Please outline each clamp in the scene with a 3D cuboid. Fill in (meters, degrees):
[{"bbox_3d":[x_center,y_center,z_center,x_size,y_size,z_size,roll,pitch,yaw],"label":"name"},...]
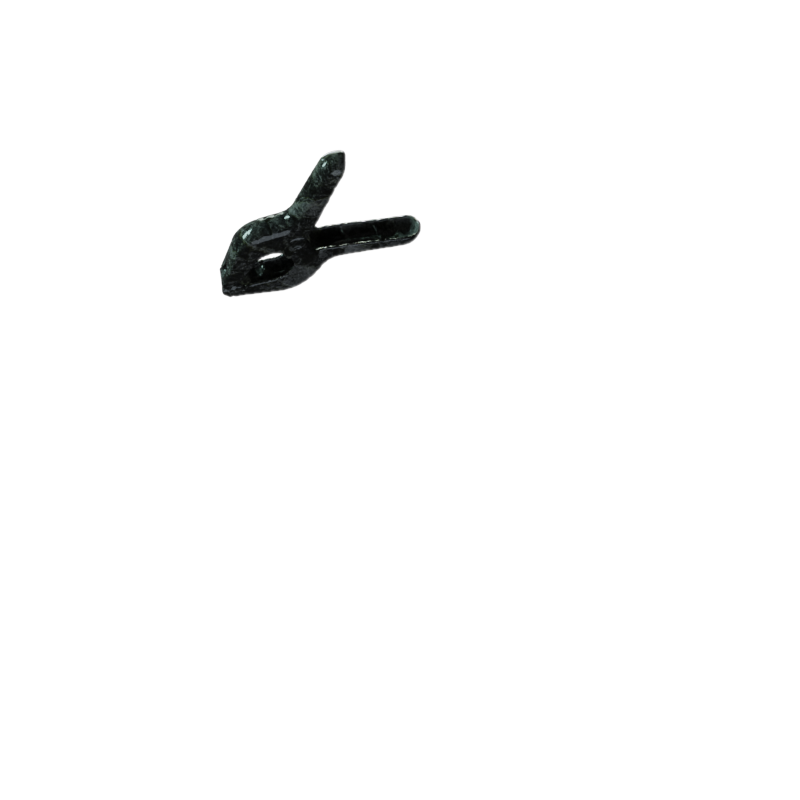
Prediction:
[{"bbox_3d":[-0.071,-0.130,0.910,0.170,0.042,0.112,-30,-48,32],"label":"clamp"}]
